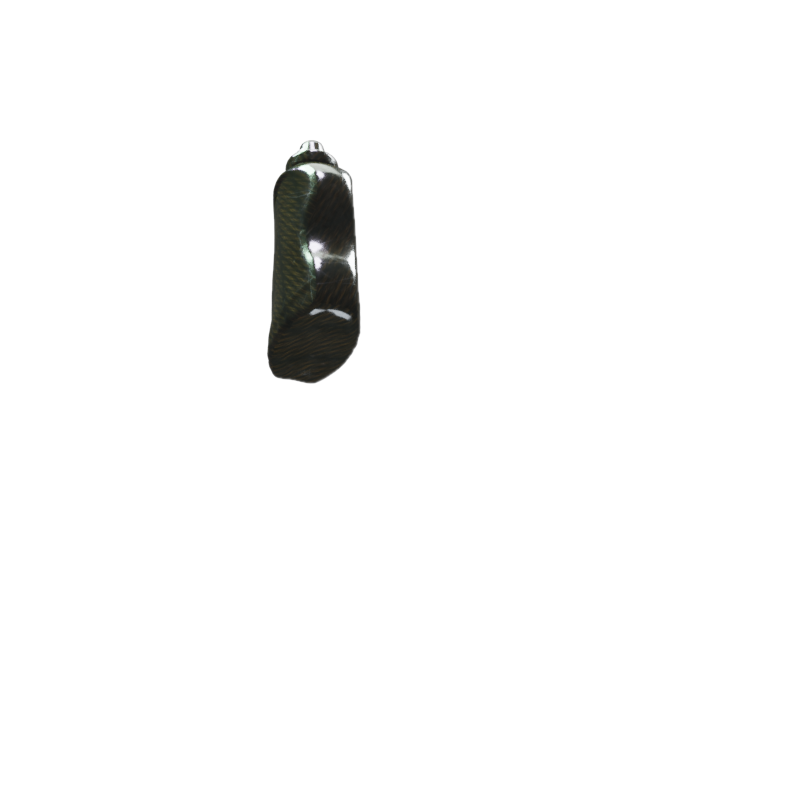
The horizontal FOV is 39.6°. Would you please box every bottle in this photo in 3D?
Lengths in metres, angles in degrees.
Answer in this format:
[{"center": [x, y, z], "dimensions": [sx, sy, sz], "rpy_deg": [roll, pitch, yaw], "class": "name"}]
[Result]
[{"center": [-0.064, -0.116, 0.811], "dimensions": [0.057, 0.205, 0.092], "rpy_deg": [10, -38, -17], "class": "bottle"}]
